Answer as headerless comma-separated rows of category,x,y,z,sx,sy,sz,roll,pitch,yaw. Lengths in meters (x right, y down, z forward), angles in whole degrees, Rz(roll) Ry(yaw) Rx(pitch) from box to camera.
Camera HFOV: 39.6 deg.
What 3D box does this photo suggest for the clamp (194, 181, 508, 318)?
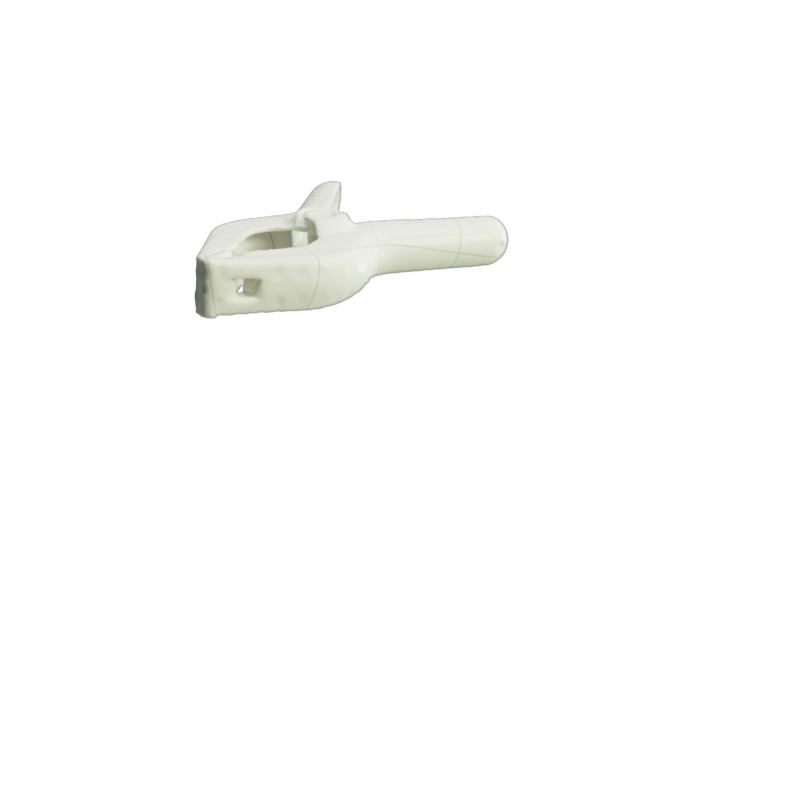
clamp,-0.043,-0.078,0.546,0.168,0.038,0.127,-17,25,-42
